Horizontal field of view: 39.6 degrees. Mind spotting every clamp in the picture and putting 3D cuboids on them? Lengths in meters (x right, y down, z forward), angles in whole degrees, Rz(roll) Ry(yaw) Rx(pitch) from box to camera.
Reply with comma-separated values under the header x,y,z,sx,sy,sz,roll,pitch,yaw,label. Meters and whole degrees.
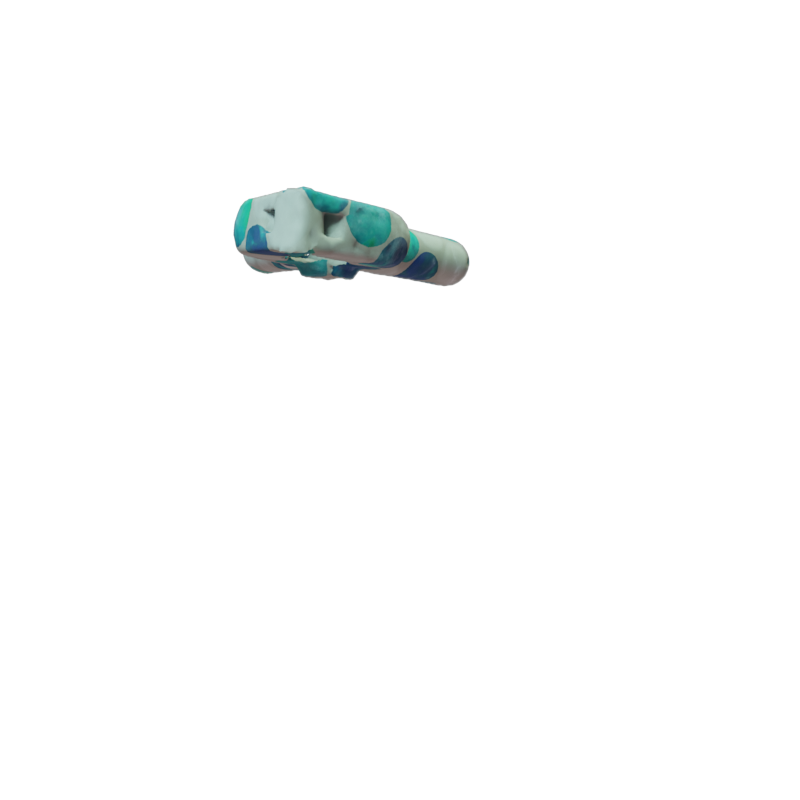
x,y,z,sx,sy,sz,roll,pitch,yaw,label
-0.042,-0.076,0.531,0.123,0.040,0.165,-1,-2,17,clamp
